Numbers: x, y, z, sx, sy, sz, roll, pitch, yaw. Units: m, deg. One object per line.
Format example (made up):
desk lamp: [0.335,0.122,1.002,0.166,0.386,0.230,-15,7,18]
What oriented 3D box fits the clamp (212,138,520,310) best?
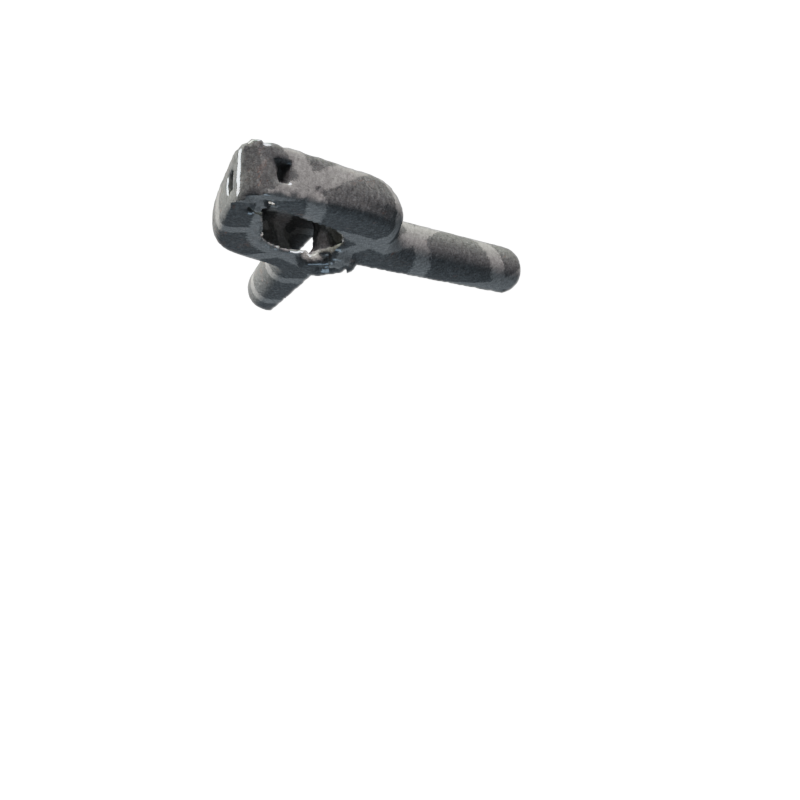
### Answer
clamp: [-0.045,-0.083,0.581,0.168,0.038,0.198,-5,-11,25]
